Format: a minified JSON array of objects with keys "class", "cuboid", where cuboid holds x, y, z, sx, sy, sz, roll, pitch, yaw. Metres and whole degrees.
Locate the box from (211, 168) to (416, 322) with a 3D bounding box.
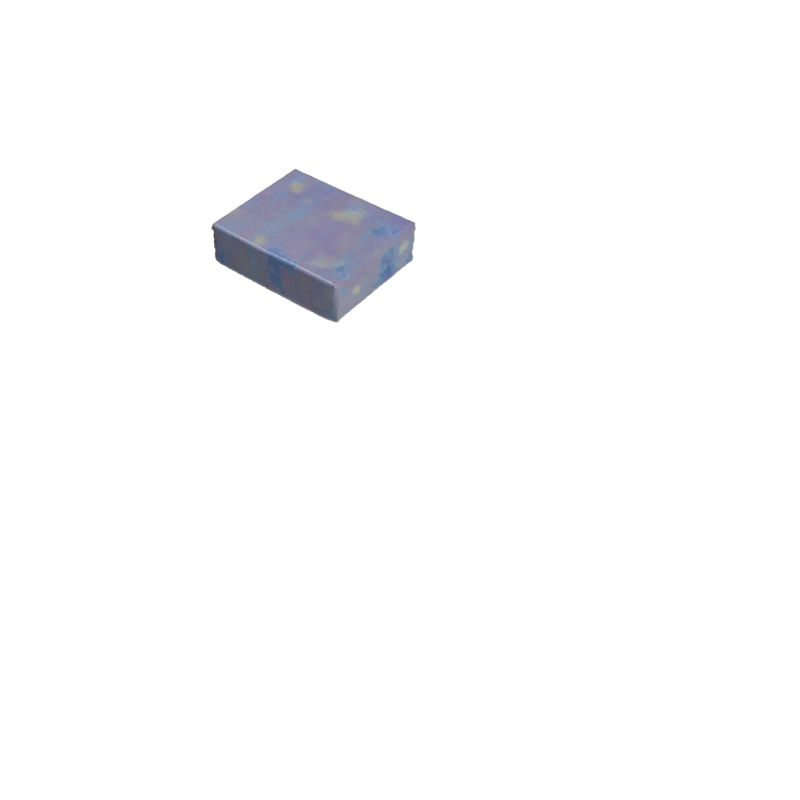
[{"class":"box","cuboid":[-0.060,-0.110,0.770,0.120,0.036,0.091,29,50,27]}]
